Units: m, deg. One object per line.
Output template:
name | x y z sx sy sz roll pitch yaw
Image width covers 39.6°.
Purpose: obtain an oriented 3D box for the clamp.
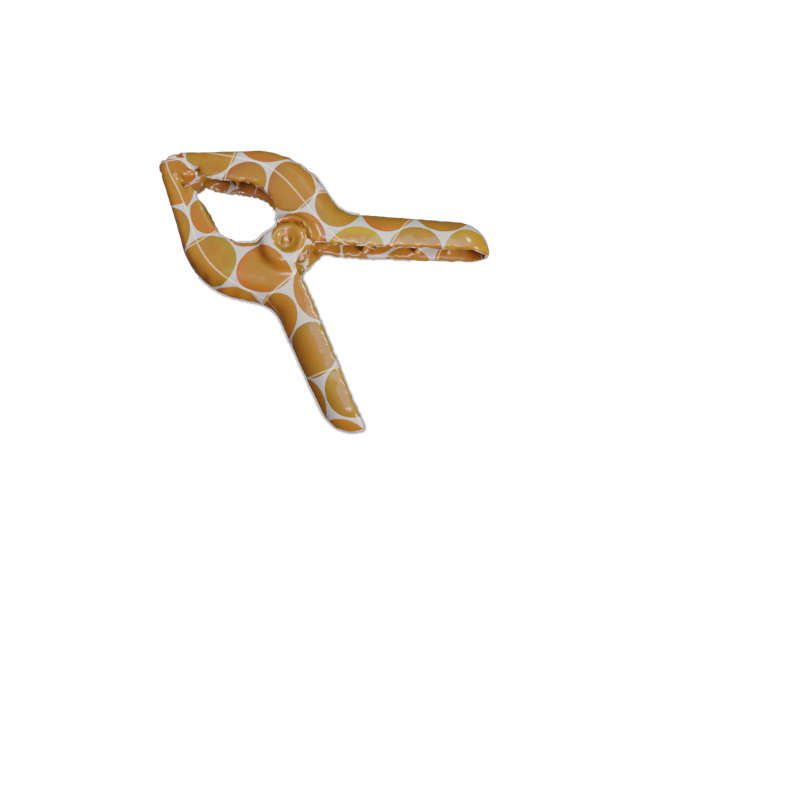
clamp | -0.044 -0.081 0.565 0.178 0.121 0.037 43 -15 14
